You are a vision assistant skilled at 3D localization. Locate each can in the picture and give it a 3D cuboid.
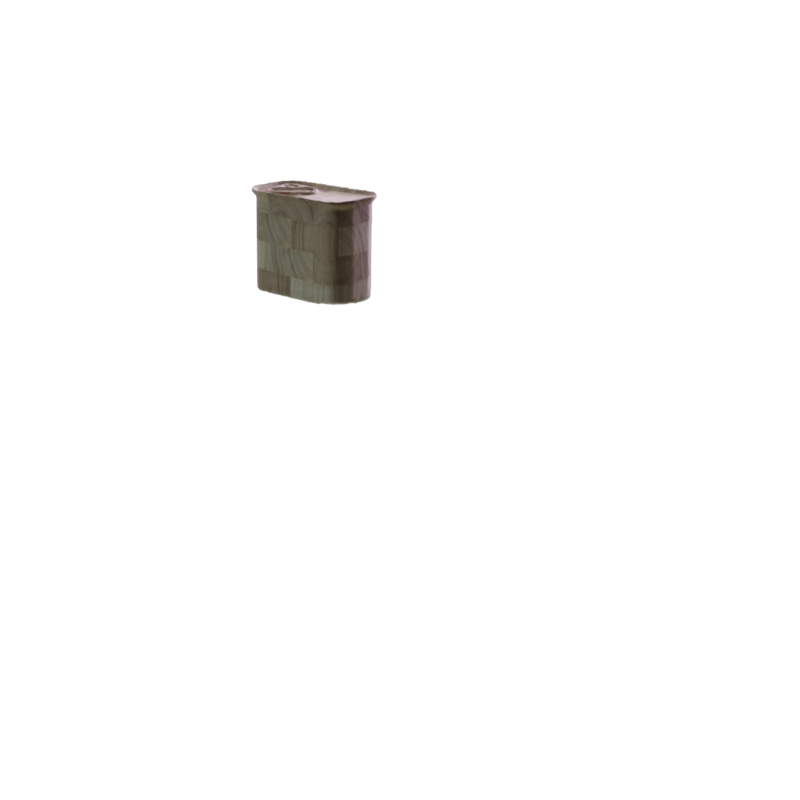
[{"bbox_3d":[-0.069,-0.126,0.882,0.107,0.081,0.056,15,21,38],"label":"can"}]
